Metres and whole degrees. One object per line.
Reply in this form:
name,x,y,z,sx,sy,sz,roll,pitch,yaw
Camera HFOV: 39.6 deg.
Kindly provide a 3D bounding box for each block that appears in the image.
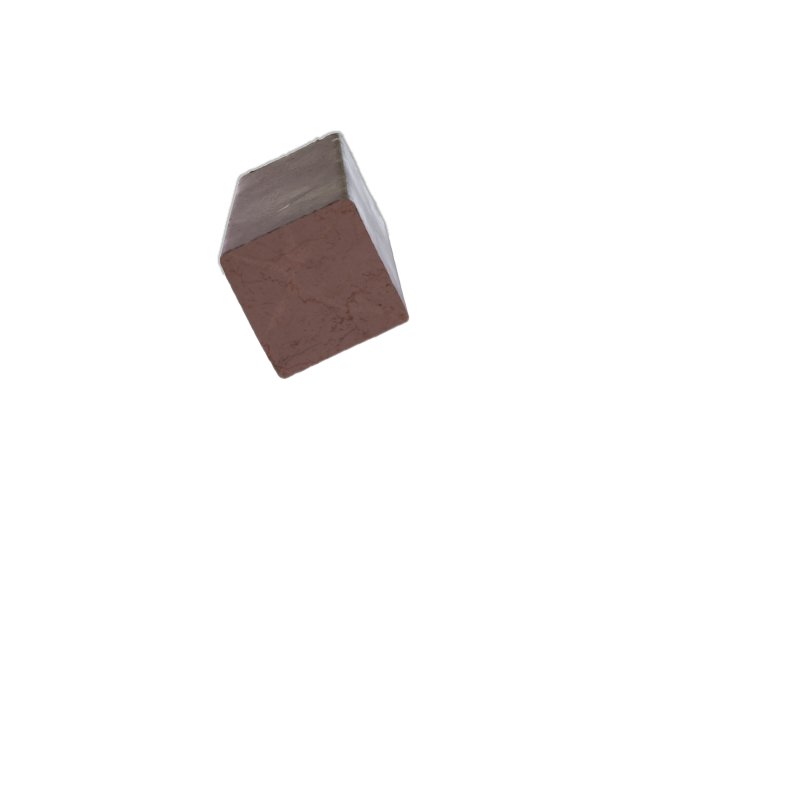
block,-0.060,-0.109,0.762,0.091,0.086,0.216,-24,22,6
